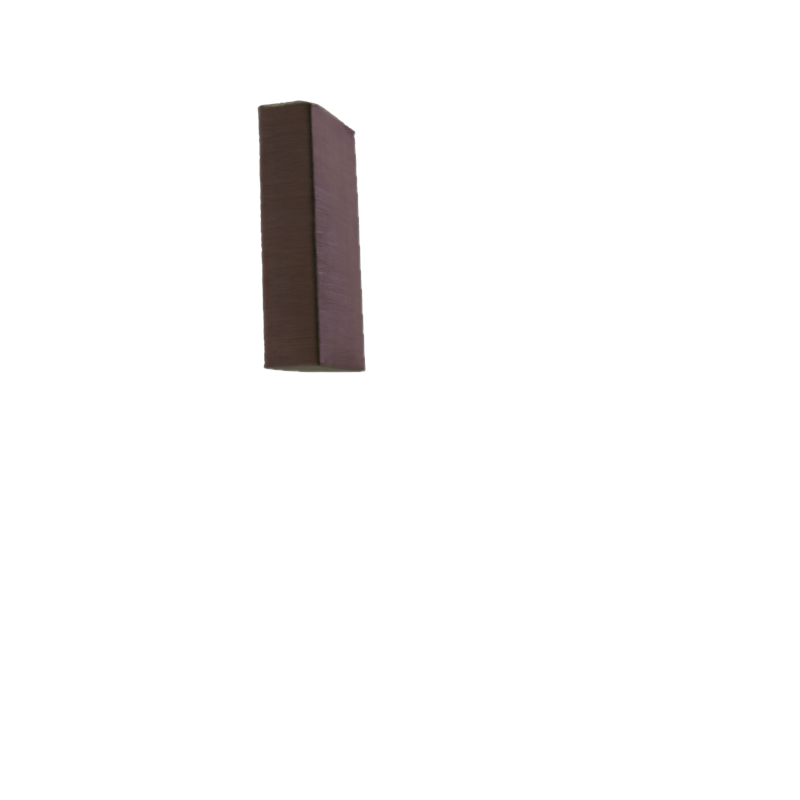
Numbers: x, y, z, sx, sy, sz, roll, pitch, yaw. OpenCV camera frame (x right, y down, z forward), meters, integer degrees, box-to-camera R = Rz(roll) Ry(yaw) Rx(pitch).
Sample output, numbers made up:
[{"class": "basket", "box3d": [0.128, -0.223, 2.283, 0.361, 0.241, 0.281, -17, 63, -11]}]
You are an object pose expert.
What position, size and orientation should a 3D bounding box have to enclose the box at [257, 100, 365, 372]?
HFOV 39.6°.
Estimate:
[{"class": "box", "box3d": [-0.059, -0.108, 0.757, 0.049, 0.180, 0.090, -3, -7, 18]}]
